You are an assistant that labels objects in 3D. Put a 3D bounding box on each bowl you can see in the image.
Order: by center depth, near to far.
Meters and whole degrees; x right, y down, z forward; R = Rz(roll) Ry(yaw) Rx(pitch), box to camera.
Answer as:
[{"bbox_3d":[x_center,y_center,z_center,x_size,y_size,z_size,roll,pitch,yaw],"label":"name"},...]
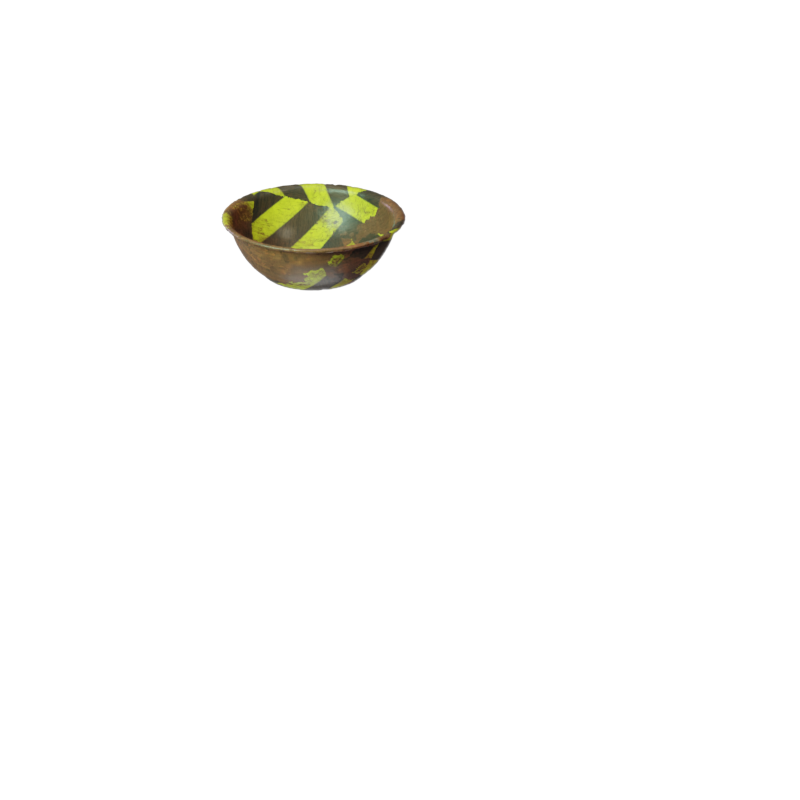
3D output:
[{"bbox_3d":[-0.077,-0.141,0.987,0.162,0.052,0.172,-1,29,-2],"label":"bowl"}]
